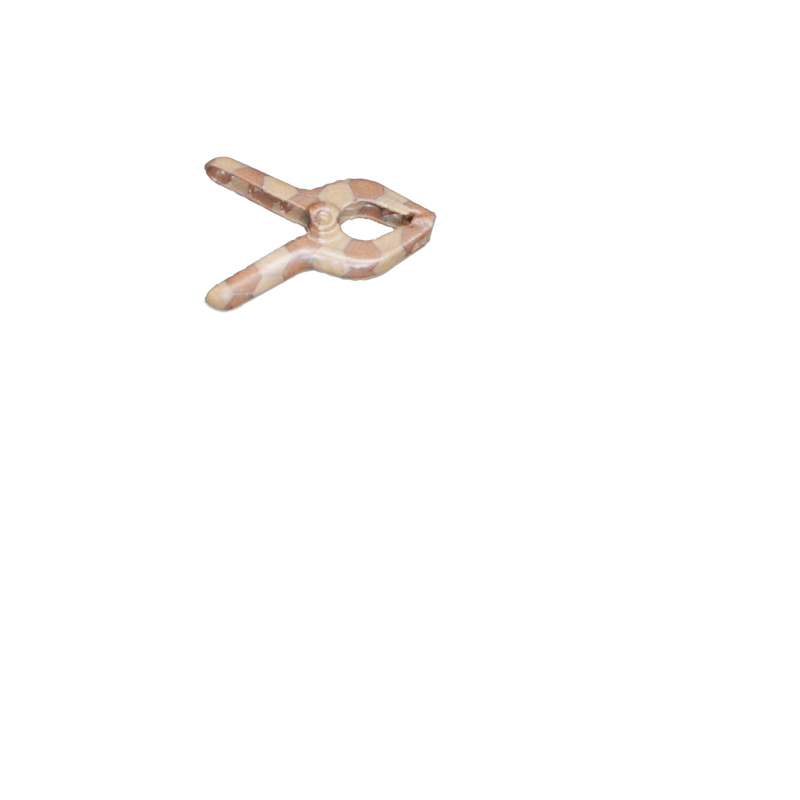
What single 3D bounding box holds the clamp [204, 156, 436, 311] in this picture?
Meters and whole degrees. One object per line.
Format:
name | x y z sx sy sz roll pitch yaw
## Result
clamp | -0.062 -0.113 0.791 0.172 0.126 0.037 5 -21 2
